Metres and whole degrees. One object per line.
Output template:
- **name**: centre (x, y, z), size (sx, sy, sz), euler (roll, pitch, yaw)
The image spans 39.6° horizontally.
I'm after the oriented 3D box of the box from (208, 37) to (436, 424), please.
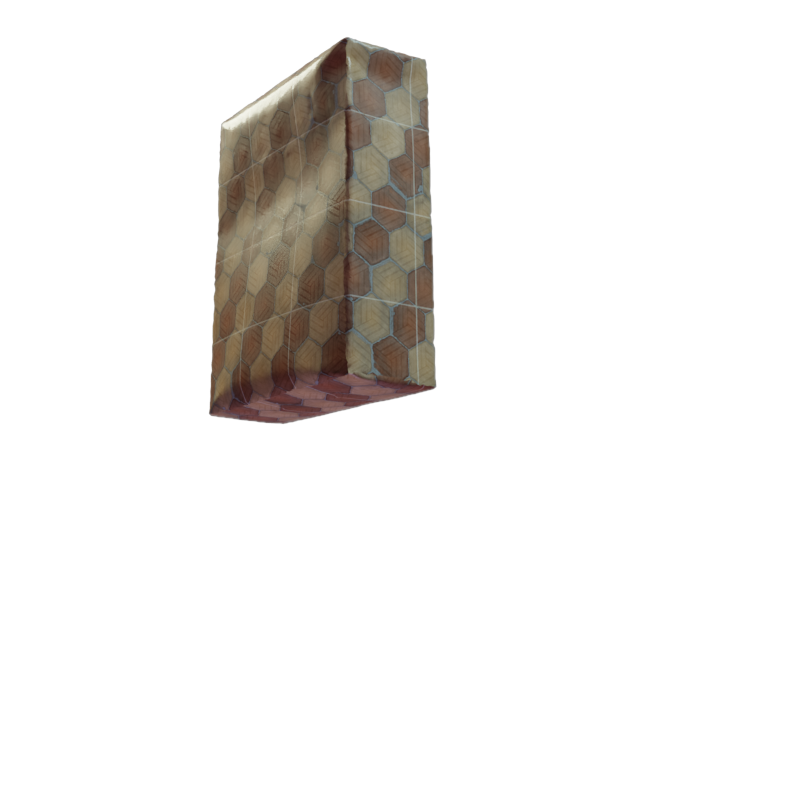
- **box**: centre (-0.056, -0.102, 0.715), size (0.068, 0.222, 0.166), euler (11, -18, -36)
